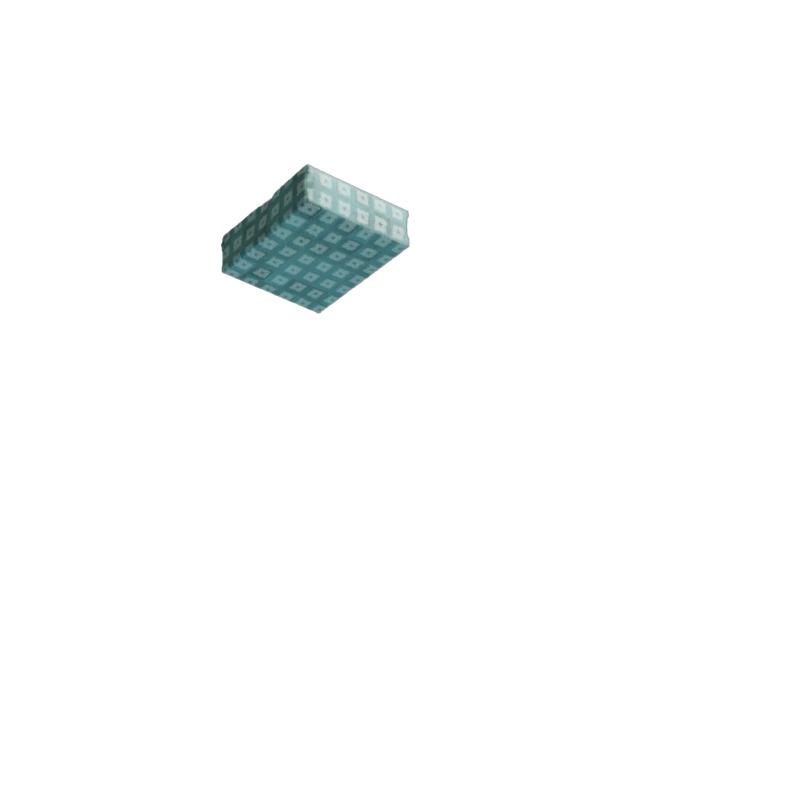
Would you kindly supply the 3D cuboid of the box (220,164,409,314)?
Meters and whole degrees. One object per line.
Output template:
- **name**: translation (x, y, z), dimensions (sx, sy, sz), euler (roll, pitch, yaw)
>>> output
- **box**: translation (-0.050, -0.091, 0.641), dimensions (0.069, 0.032, 0.088), euler (22, -37, -33)
